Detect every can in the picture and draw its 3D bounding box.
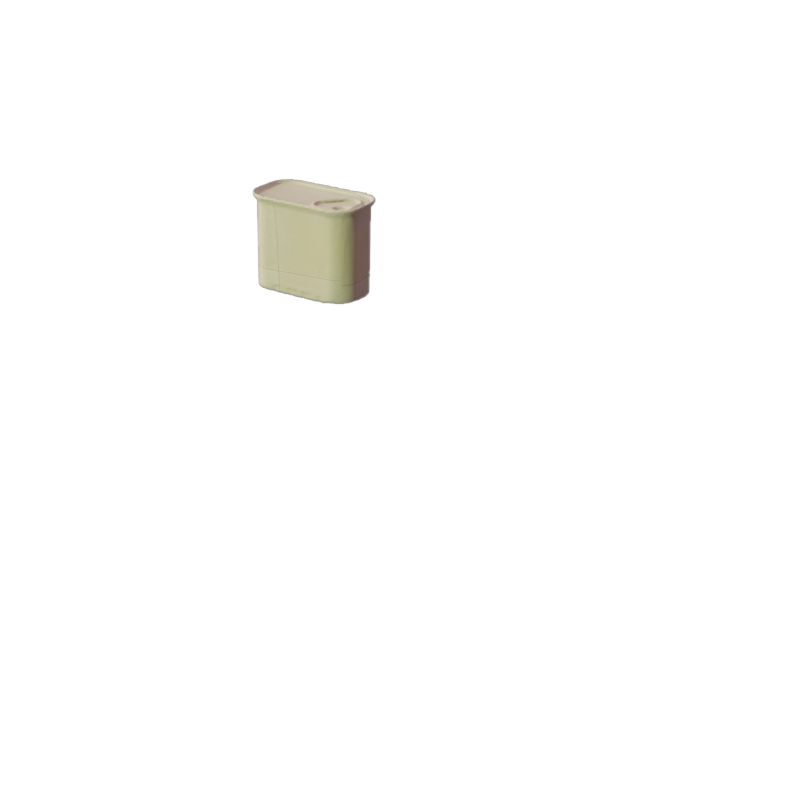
[{"bbox_3d":[-0.072,-0.132,0.925,0.107,0.080,0.057,16,26,30],"label":"can"}]
